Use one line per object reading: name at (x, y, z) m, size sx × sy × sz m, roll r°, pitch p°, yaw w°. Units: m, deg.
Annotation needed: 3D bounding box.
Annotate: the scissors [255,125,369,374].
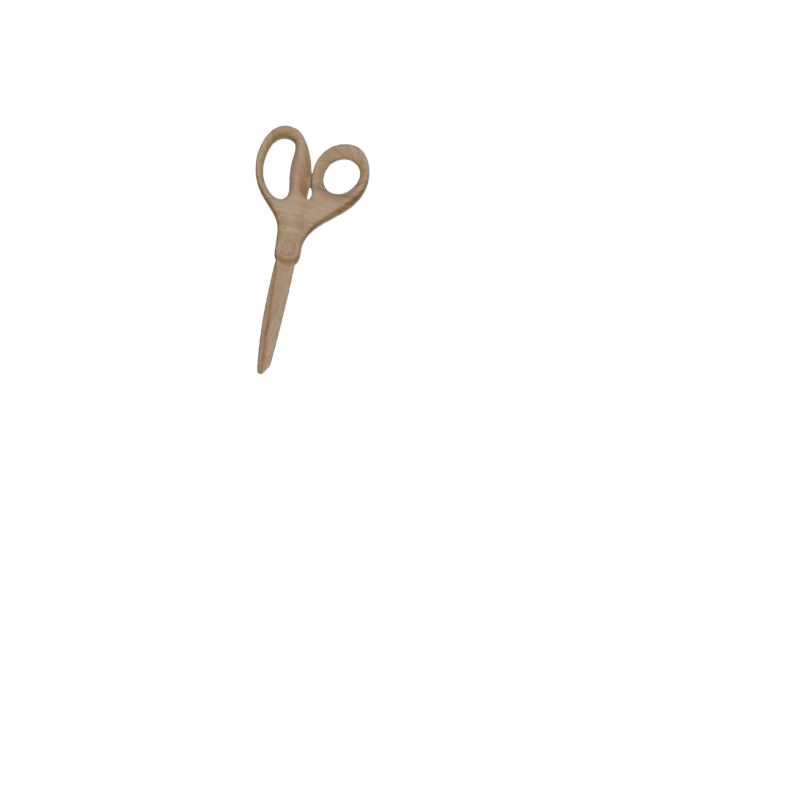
scissors at (-0.064, -0.117, 0.821) m, size 0.096 × 0.214 × 0.015 m, roll -6°, pitch -26°, yaw -3°
